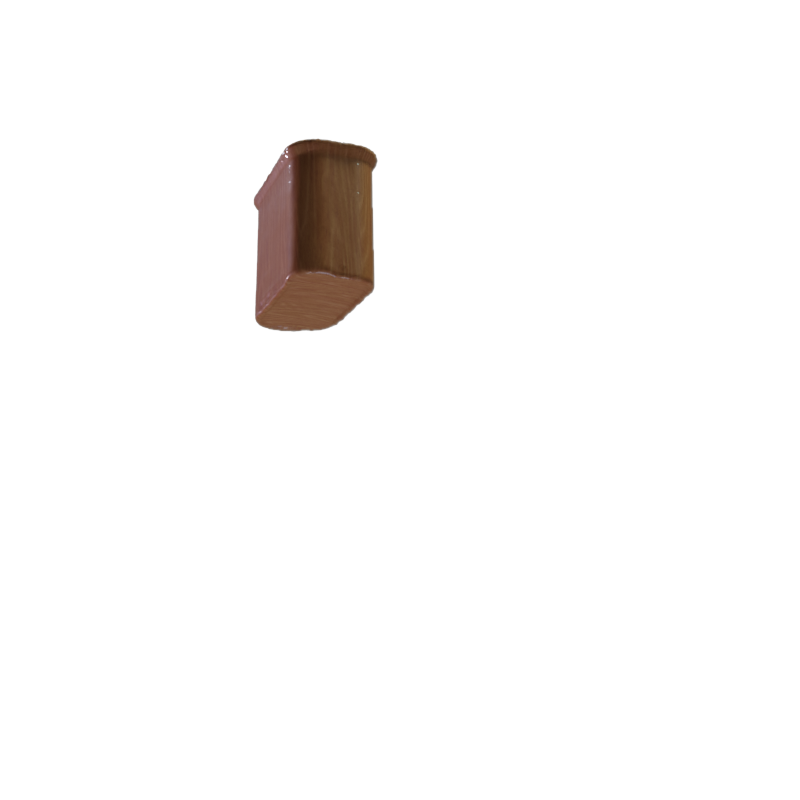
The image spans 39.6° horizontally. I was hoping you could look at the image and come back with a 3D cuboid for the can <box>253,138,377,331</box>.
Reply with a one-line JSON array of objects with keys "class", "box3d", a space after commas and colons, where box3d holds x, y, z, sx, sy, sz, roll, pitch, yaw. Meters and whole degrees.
[{"class": "can", "box3d": [-0.052, -0.095, 0.667, 0.056, 0.088, 0.100, 7, -21, -21]}]
